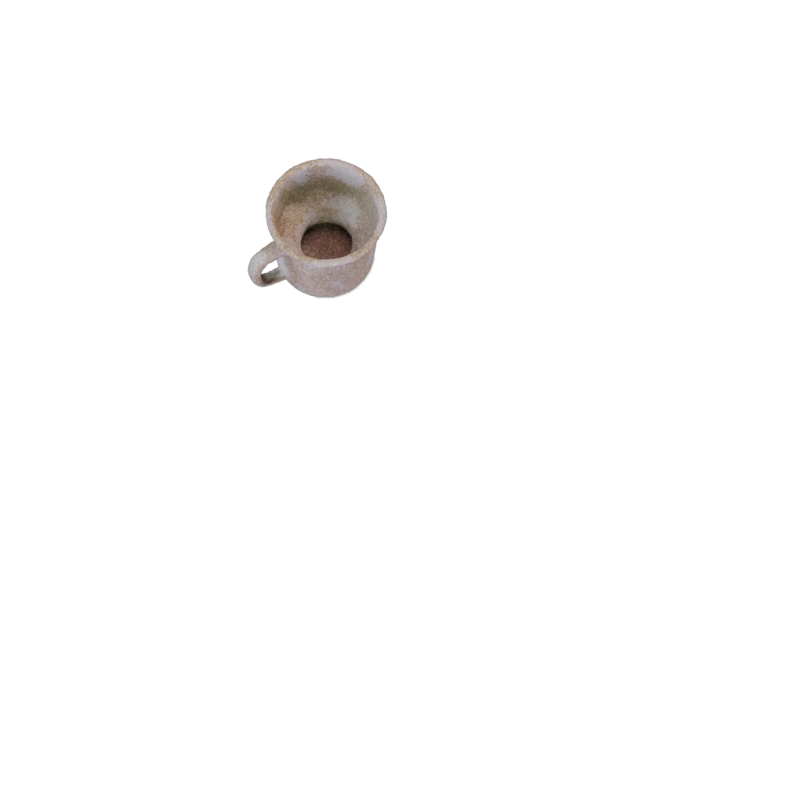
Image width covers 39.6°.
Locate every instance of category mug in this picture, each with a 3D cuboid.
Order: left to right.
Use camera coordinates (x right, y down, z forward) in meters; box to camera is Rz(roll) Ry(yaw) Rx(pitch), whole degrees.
[{"bbox_3d":[-0.069,-0.125,0.878,0.117,0.098,0.077,-35,-17,-15],"label":"mug"}]
